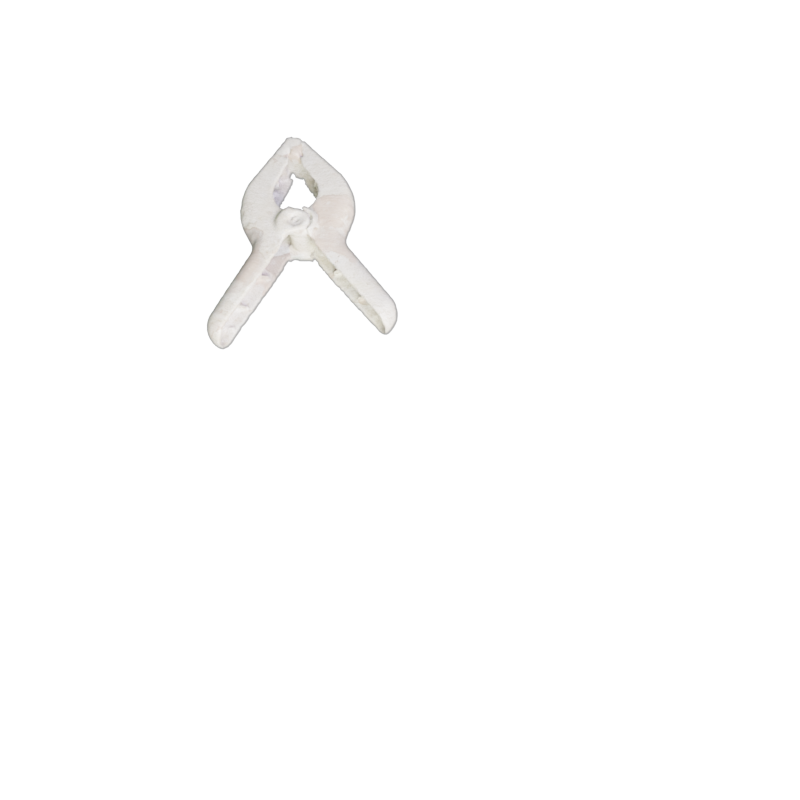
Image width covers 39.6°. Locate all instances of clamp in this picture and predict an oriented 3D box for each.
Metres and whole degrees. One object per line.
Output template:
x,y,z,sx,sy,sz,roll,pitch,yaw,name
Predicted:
-0.058,-0.106,0.745,0.121,0.182,0.037,4,-33,2,clamp
